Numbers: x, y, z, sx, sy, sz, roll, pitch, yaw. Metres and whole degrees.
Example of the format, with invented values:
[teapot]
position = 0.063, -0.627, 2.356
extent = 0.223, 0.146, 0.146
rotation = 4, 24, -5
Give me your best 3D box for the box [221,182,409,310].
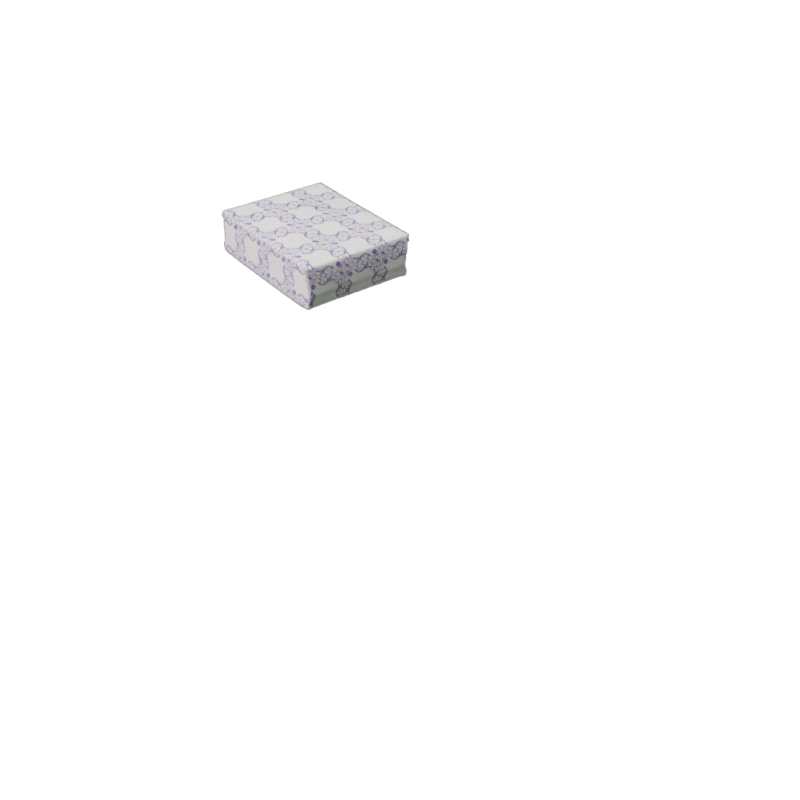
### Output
[box]
position = -0.063, -0.114, 0.802
extent = 0.089, 0.036, 0.122
rotation = -23, 41, -29
